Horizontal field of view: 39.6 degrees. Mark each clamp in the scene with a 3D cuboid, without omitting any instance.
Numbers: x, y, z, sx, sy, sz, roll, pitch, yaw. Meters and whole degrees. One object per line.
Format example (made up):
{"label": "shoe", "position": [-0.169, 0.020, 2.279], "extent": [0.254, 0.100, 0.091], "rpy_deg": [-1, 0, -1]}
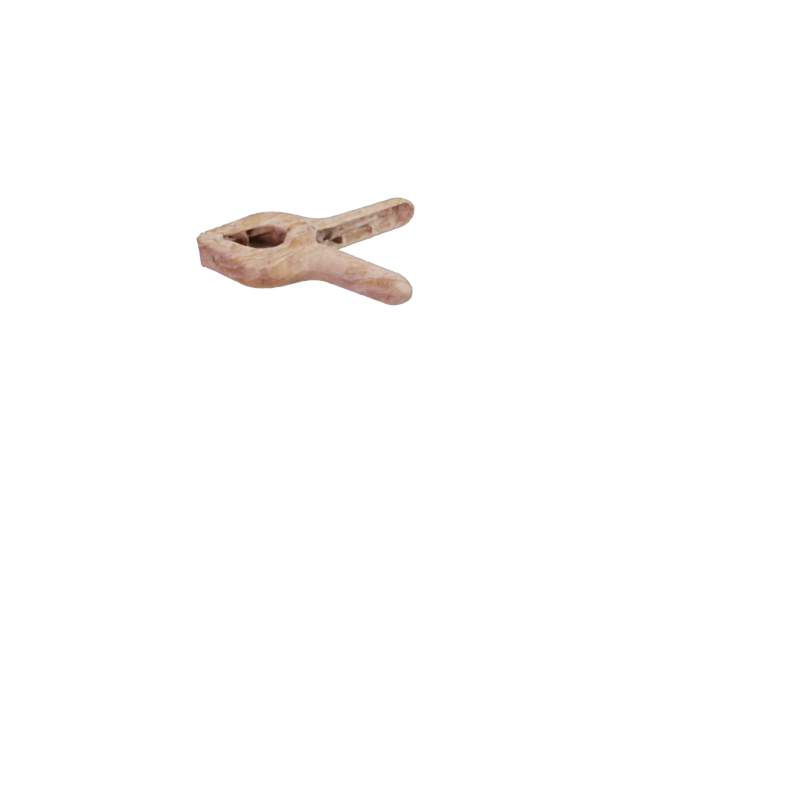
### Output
{"label": "clamp", "position": [-0.067, -0.122, 0.855], "extent": [0.174, 0.037, 0.126], "rpy_deg": [8, 36, 10]}
